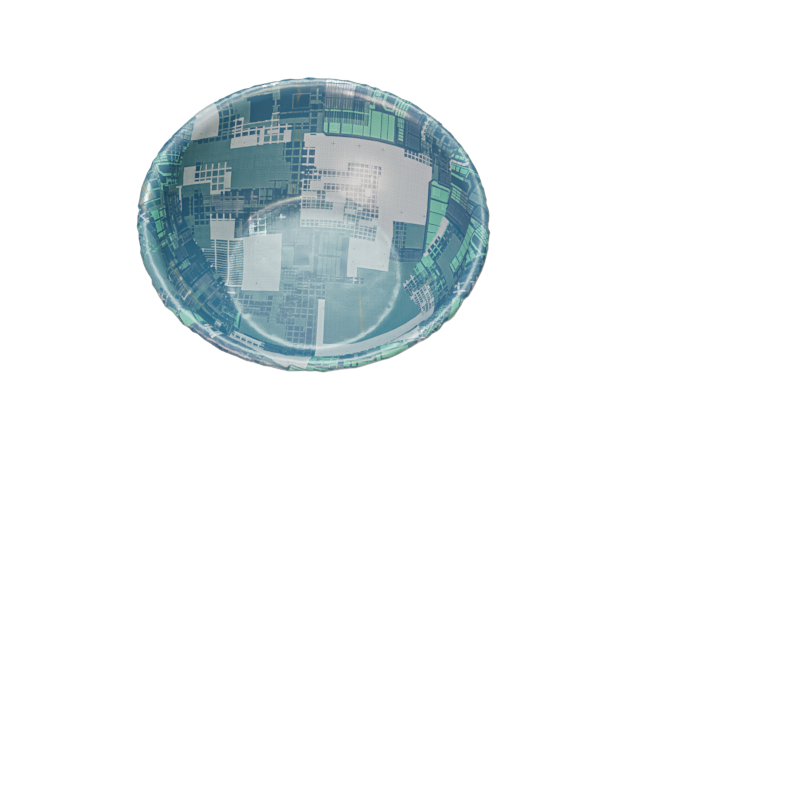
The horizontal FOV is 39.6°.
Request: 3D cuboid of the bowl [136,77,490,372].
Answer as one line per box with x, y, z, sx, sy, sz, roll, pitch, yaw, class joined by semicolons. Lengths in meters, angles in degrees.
-0.041;-0.075;0.528;0.162;0.173;0.052;-1;-30;-1;bowl
